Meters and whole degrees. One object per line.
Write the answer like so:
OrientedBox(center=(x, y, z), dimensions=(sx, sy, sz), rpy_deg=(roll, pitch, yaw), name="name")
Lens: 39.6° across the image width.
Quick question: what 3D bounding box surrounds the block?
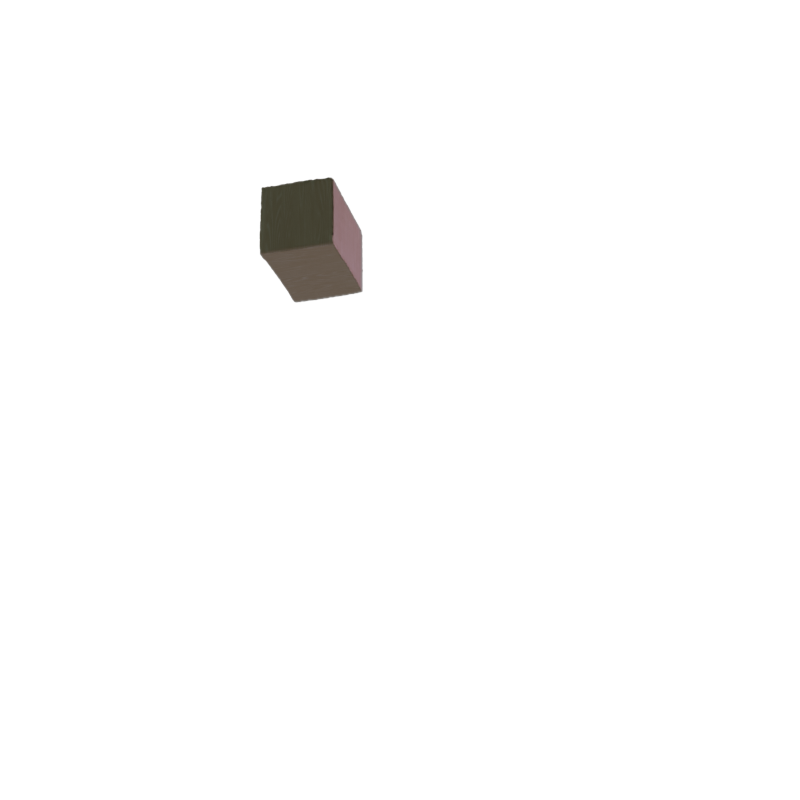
OrientedBox(center=(-0.060, -0.109, 0.761), dimensions=(0.053, 0.054, 0.073), rpy_deg=(-7, -25, 12), name="block")
